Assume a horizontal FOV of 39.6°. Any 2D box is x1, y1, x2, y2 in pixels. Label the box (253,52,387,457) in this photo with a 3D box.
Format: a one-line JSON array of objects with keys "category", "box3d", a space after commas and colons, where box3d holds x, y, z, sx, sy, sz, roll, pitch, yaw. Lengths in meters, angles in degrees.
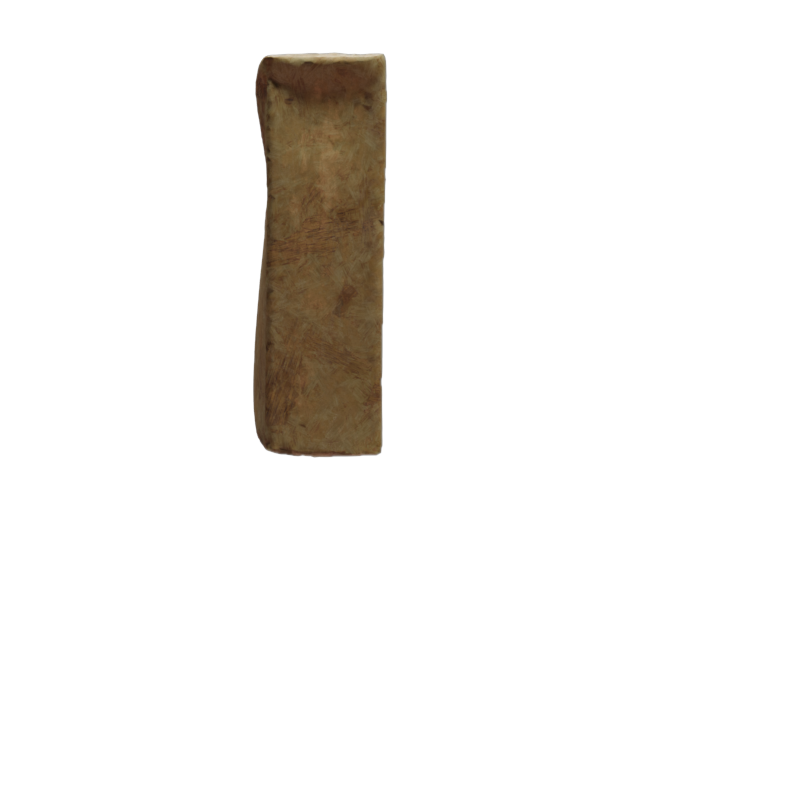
[{"category": "box", "box3d": [-0.051, -0.093, 0.653, 0.071, 0.210, 0.169, 0, 10, -7]}]
